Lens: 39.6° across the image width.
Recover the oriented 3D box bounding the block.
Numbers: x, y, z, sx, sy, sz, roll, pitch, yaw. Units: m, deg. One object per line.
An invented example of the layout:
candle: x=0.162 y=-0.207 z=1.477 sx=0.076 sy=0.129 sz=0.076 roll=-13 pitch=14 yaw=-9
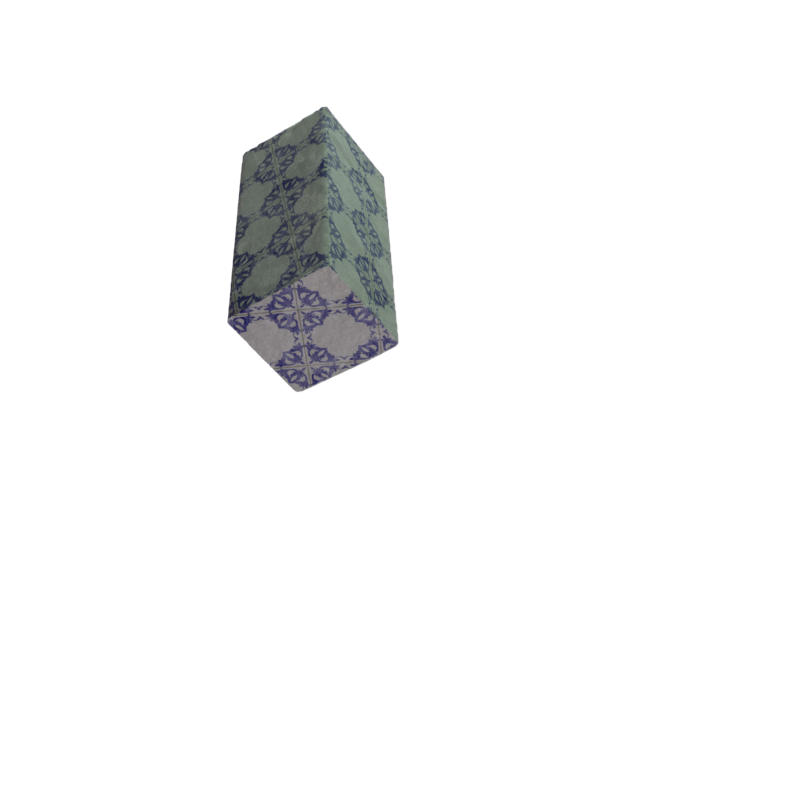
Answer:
block: x=-0.067 y=-0.121 z=0.851 sx=0.090 sy=0.221 sz=0.084 roll=-27 pitch=-51 yaw=20
